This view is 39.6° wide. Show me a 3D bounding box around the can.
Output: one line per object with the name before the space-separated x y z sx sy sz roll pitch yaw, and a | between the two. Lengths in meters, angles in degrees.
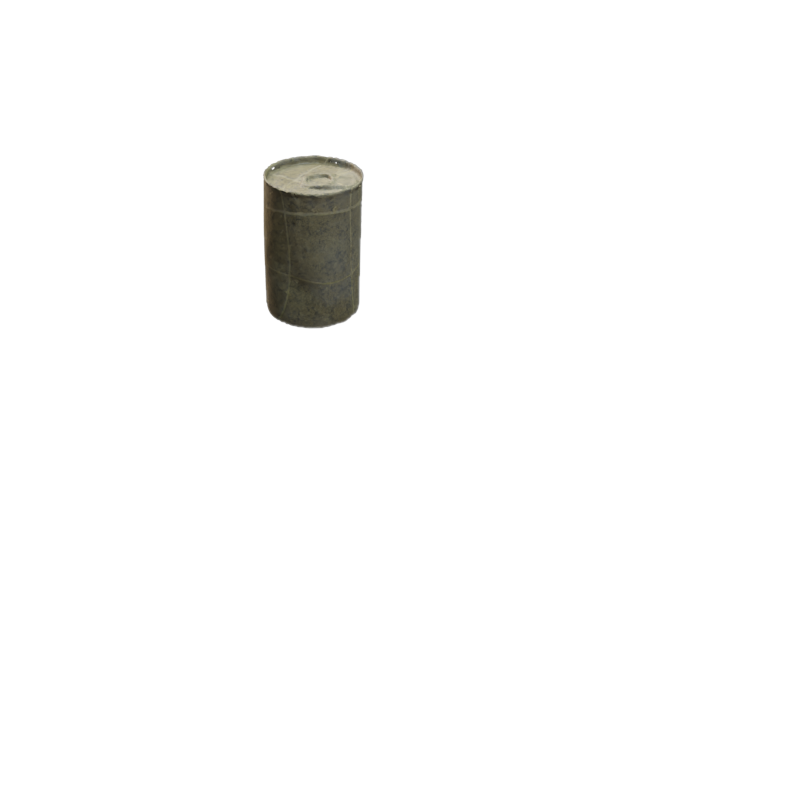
can | -0.060 -0.109 0.767 0.068 0.096 0.073 0 29 -2
